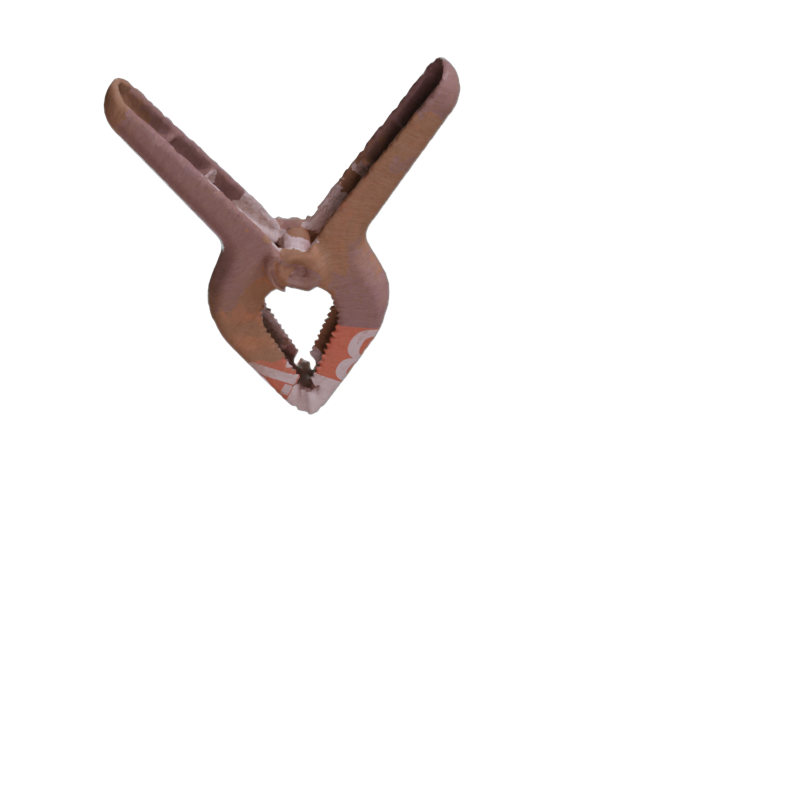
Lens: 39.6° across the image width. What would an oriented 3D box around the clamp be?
[{"bbox_3d":[-0.044,-0.080,0.562,0.165,0.195,0.039,-7,37,5],"label":"clamp"}]
